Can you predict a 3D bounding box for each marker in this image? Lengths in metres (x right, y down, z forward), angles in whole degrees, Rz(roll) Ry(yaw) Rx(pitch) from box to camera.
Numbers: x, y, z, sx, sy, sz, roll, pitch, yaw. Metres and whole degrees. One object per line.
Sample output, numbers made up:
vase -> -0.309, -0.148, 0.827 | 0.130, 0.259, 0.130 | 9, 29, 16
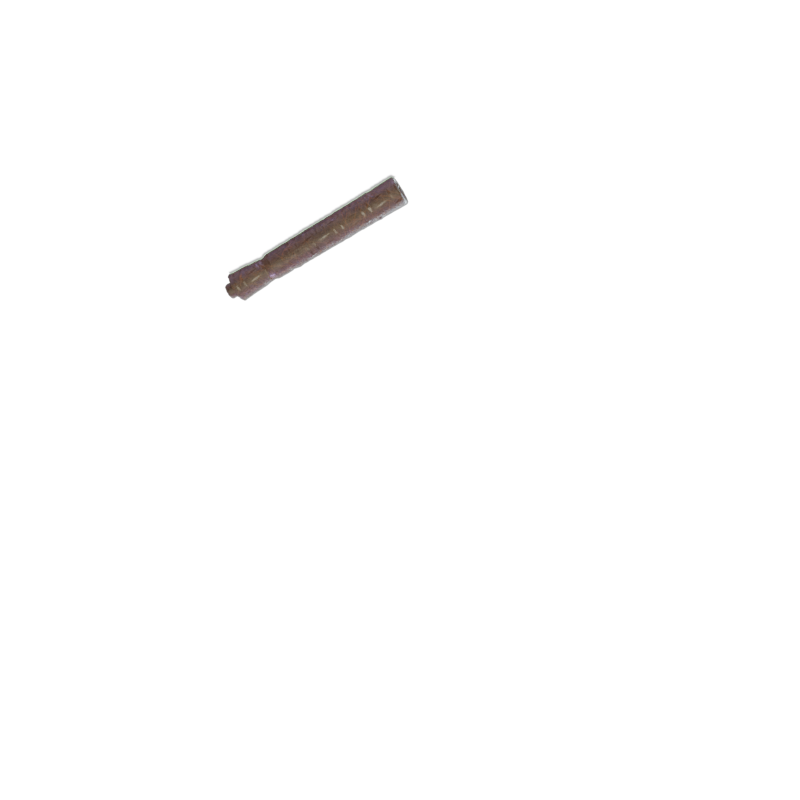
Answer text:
marker -> -0.052, -0.094, 0.658 | 0.121, 0.020, 0.020 | -29, -2, 11
